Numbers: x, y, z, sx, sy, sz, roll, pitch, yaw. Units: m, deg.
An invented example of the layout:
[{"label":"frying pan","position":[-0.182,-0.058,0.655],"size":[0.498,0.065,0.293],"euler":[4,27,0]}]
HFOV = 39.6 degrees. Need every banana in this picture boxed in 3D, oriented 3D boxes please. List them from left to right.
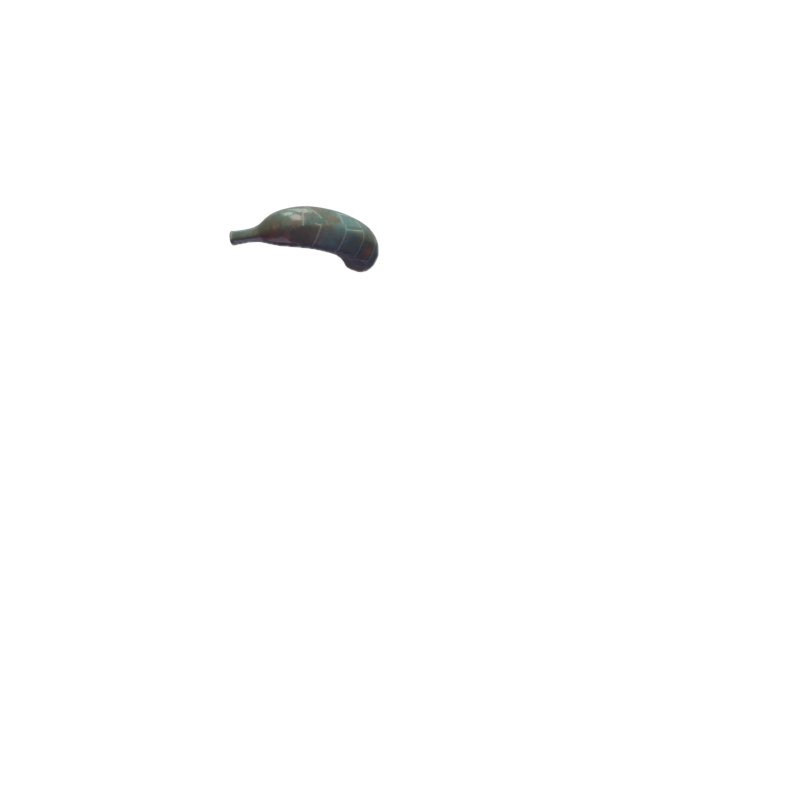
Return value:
[{"label":"banana","position":[-0.063,-0.141,0.970],"size":[0.072,0.037,0.188],"euler":[-4,-5,33]}]
